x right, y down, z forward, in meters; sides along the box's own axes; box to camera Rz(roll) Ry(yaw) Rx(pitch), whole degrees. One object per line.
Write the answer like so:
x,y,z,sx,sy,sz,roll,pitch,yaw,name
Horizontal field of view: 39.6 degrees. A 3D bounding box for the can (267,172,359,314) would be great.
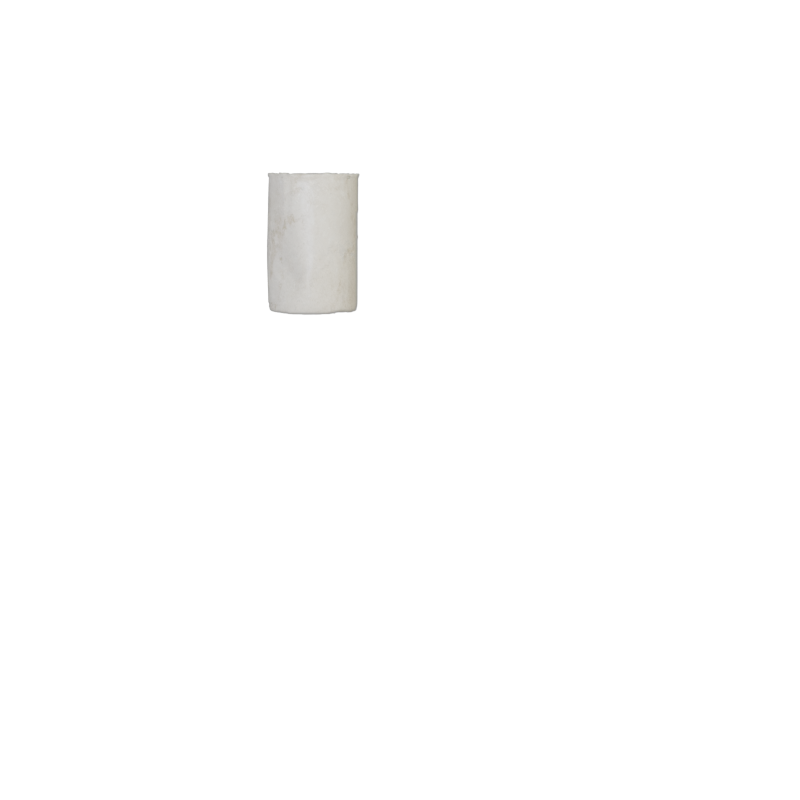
-0.064,-0.117,0.823,0.068,0.101,0.069,0,5,-2,can
